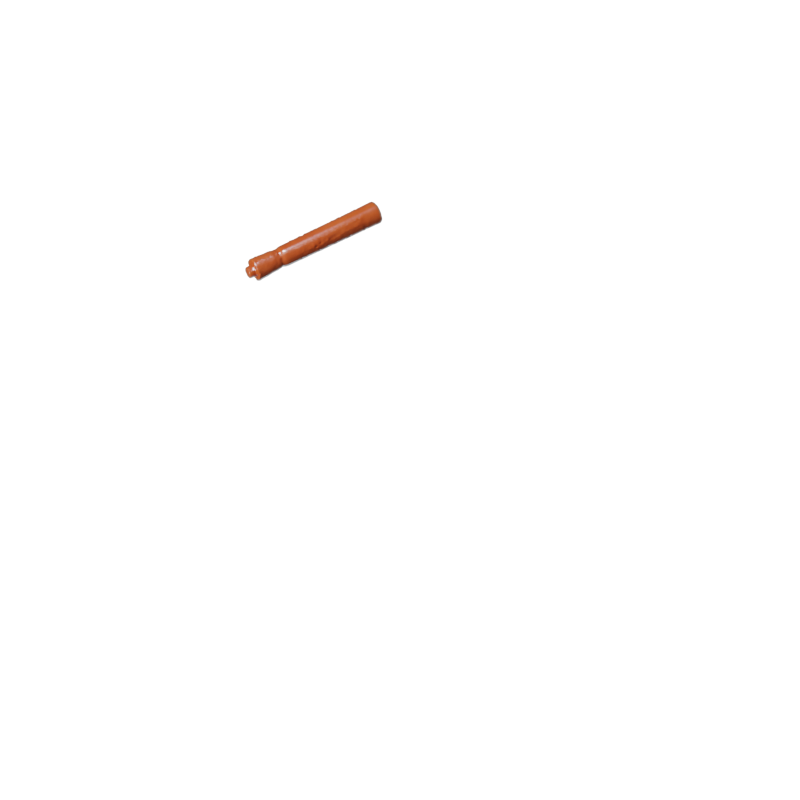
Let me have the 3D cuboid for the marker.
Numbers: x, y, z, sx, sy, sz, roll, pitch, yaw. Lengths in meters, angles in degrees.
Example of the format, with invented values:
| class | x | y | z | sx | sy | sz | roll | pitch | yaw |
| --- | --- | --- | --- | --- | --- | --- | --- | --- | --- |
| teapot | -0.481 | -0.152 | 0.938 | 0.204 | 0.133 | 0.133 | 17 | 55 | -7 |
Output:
| class | x | y | z | sx | sy | sz | roll | pitch | yaw |
| --- | --- | --- | --- | --- | --- | --- | --- | --- | --- |
| marker | -0.070 | -0.127 | 0.890 | 0.121 | 0.019 | 0.020 | -28 | 14 | -19 |
